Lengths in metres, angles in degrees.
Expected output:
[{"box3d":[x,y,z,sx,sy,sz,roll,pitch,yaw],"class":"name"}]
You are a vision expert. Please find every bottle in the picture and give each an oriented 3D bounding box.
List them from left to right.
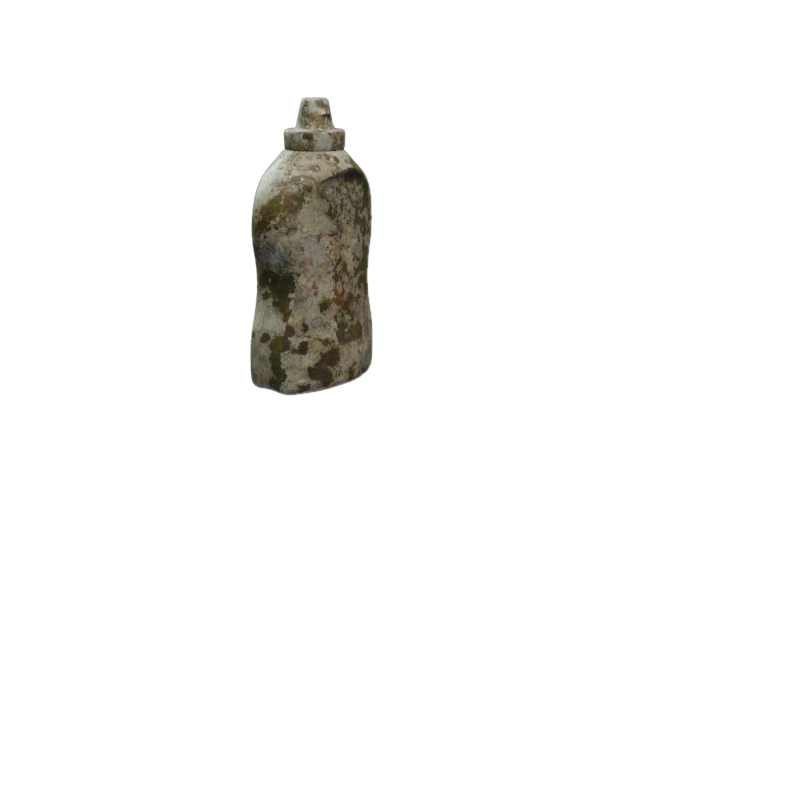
[{"box3d":[-0.058,-0.106,0.744,0.061,0.187,0.094,10,14,40],"class":"bottle"}]
